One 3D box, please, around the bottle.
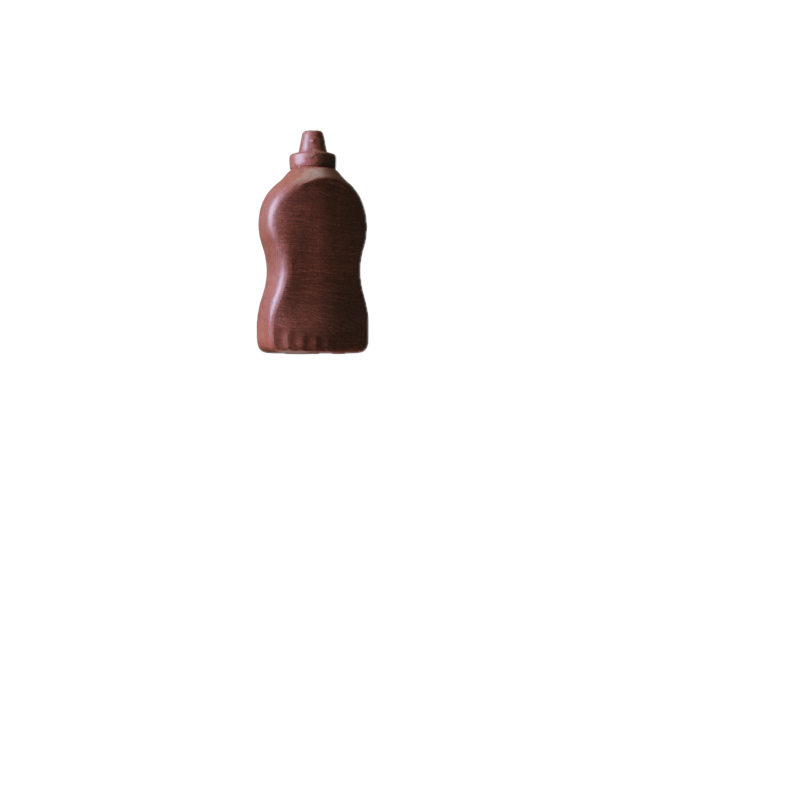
[{"bbox_3d":[-0.075,-0.136,0.953,0.093,0.194,0.060,1,-4,-27],"label":"bottle"}]
